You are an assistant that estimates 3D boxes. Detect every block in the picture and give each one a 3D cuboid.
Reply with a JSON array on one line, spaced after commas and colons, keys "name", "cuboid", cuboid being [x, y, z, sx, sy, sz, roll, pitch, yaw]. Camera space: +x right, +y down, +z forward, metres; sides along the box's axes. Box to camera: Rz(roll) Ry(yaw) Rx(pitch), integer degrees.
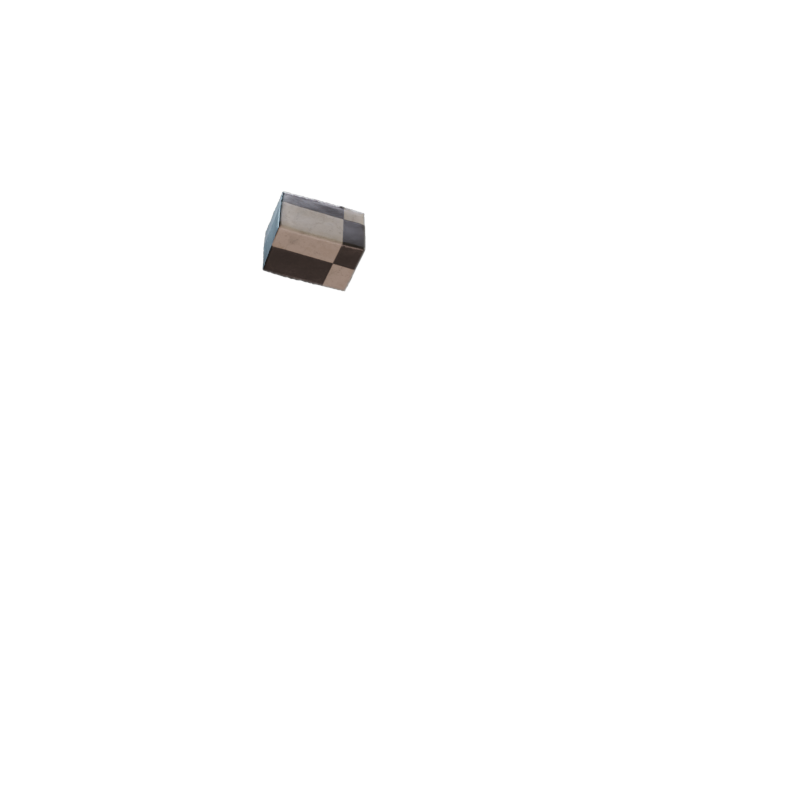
[{"name": "block", "cuboid": [-0.074, -0.136, 0.951, 0.076, 0.050, 0.055, 14, 41, -14]}]
